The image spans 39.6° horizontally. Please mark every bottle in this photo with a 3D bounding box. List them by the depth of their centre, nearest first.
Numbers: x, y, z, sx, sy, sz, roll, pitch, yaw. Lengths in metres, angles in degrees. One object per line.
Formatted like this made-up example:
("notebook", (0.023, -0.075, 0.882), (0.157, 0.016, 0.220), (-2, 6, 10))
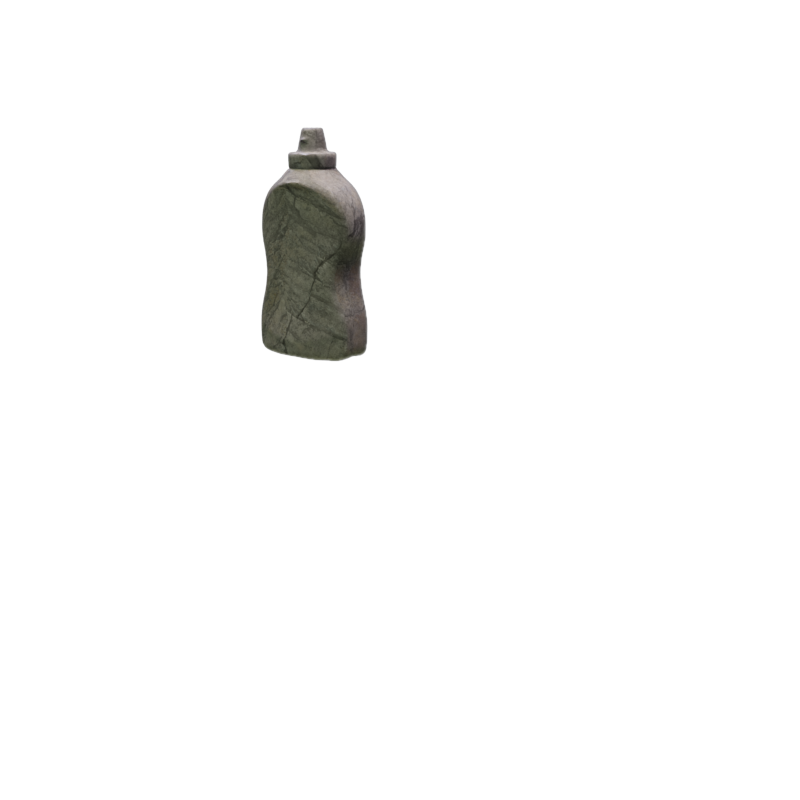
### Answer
("bottle", (-0.074, -0.134, 0.937), (0.100, 0.188, 0.057), (7, 10, 39))
